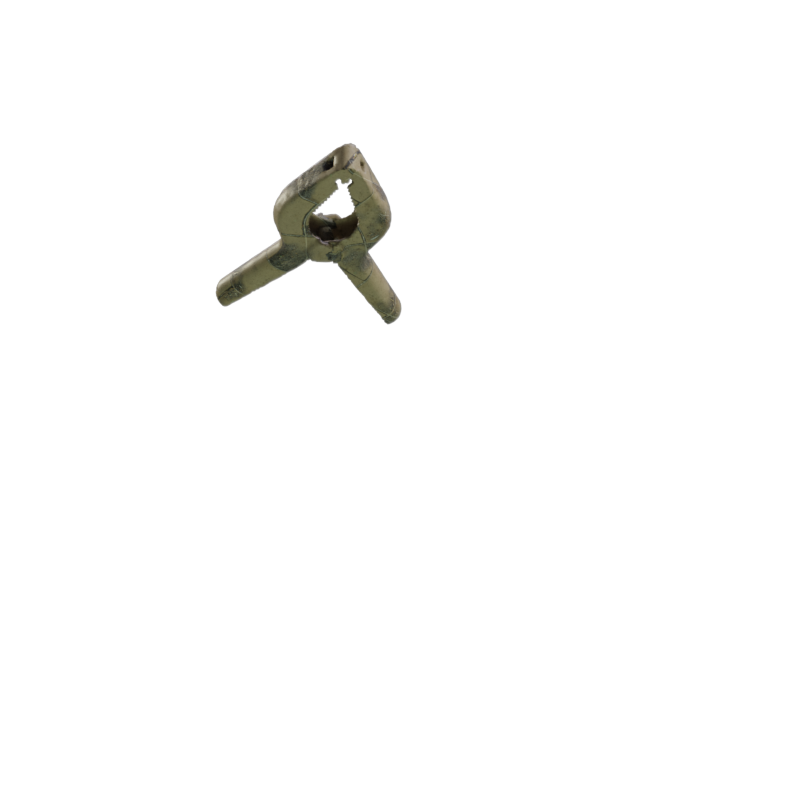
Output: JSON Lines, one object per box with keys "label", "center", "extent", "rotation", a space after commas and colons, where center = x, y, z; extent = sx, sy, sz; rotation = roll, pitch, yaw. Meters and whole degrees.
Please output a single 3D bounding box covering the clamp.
{"label": "clamp", "center": [-0.072, -0.131, 0.915], "extent": [0.164, 0.039, 0.197], "rotation": [2, -33, -4]}
